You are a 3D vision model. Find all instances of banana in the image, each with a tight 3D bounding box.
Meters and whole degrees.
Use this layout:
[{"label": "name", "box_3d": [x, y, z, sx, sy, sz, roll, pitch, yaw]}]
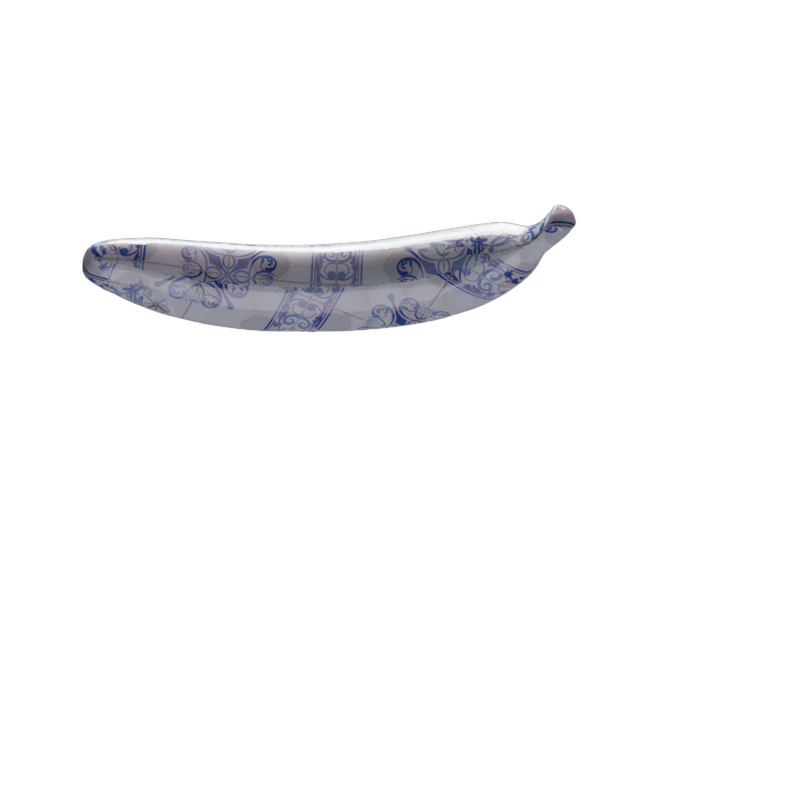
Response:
[{"label": "banana", "box_3d": [-0.029, -0.055, 0.464, 0.199, 0.039, 0.064, -5, -34, 8]}]
